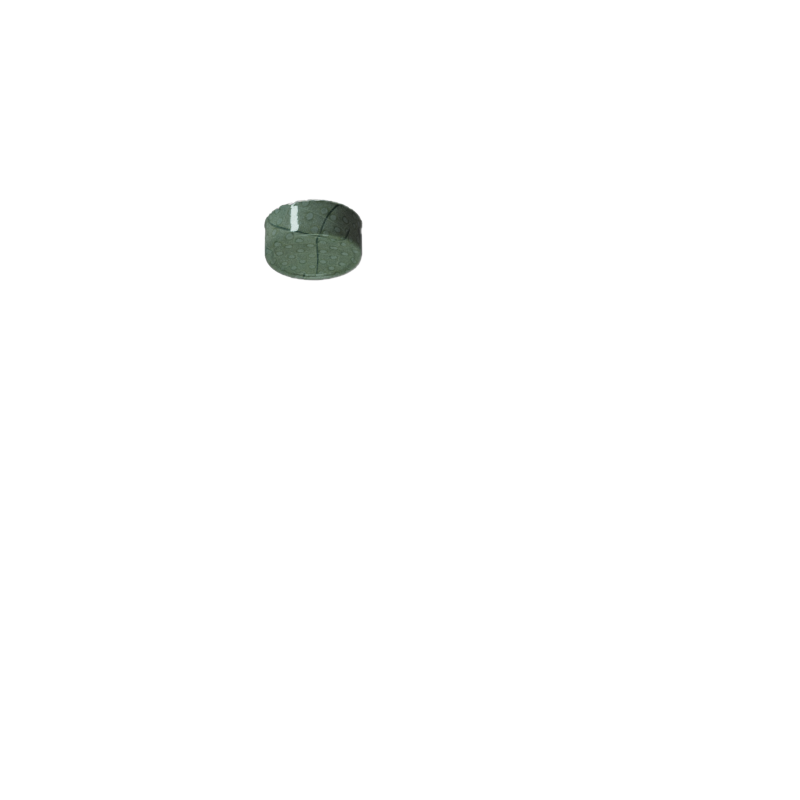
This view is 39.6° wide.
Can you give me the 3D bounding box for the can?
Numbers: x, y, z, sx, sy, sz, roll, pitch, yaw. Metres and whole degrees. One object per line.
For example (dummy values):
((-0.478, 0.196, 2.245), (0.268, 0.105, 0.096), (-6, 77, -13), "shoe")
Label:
((-0.075, -0.137, 0.959), (0.086, 0.036, 0.081), (1, -24, -2), "can")
